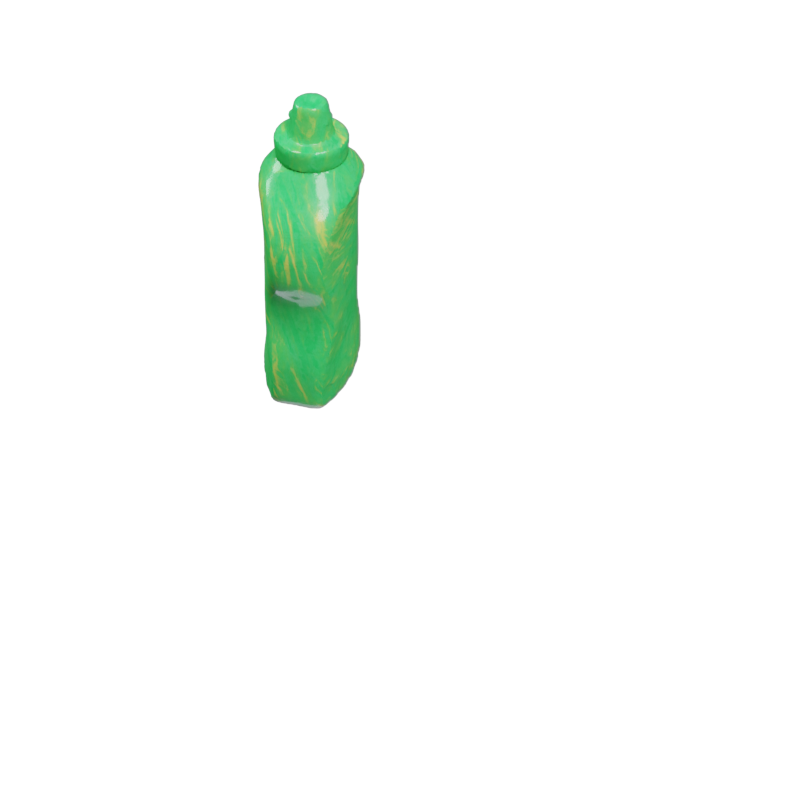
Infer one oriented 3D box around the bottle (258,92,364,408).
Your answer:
[{"bbox_3d":[-0.051,-0.092,0.645,0.059,0.179,0.101,10,43,7],"label":"bottle"}]
